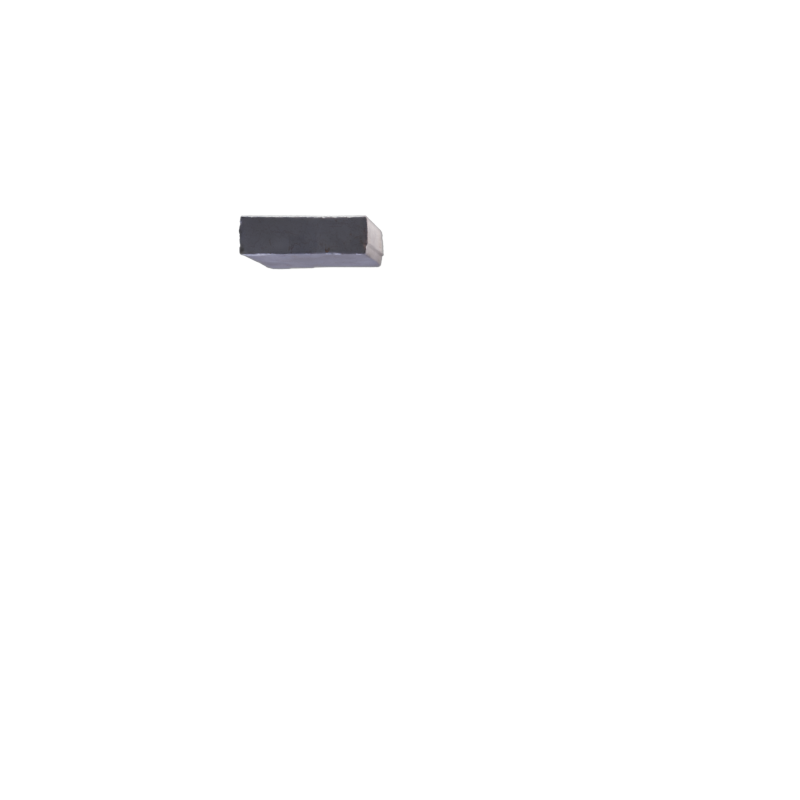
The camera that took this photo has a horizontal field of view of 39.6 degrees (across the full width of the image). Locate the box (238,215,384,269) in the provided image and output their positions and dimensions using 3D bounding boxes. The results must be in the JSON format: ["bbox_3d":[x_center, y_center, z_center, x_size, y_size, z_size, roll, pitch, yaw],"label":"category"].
[{"bbox_3d":[-0.076,-0.139,0.976,0.115,0.039,0.087,0,-2,10],"label":"box"}]
